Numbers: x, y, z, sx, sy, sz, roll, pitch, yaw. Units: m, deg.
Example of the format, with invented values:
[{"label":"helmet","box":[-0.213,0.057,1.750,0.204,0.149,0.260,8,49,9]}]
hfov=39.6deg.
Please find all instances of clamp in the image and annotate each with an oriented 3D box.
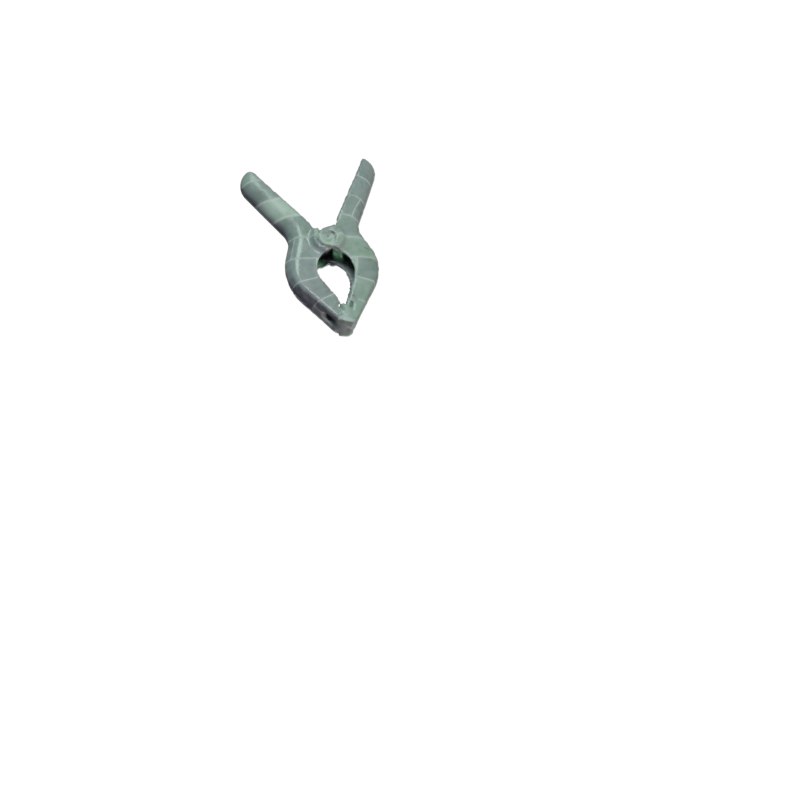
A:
[{"label":"clamp","box":[-0.074,-0.135,0.947,0.120,0.184,0.037,-5,-32,-3]}]
